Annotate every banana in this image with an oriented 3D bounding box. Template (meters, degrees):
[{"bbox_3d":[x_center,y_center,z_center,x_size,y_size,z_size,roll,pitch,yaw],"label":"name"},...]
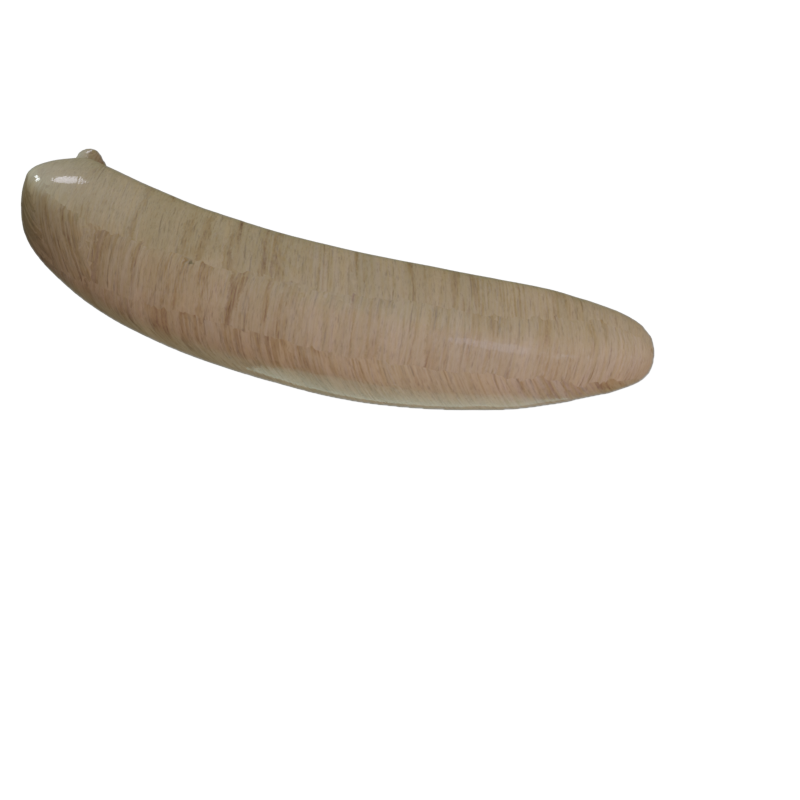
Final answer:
[{"bbox_3d":[-0.037,-0.035,0.296,0.208,0.034,0.071,23,43,26],"label":"banana"}]
